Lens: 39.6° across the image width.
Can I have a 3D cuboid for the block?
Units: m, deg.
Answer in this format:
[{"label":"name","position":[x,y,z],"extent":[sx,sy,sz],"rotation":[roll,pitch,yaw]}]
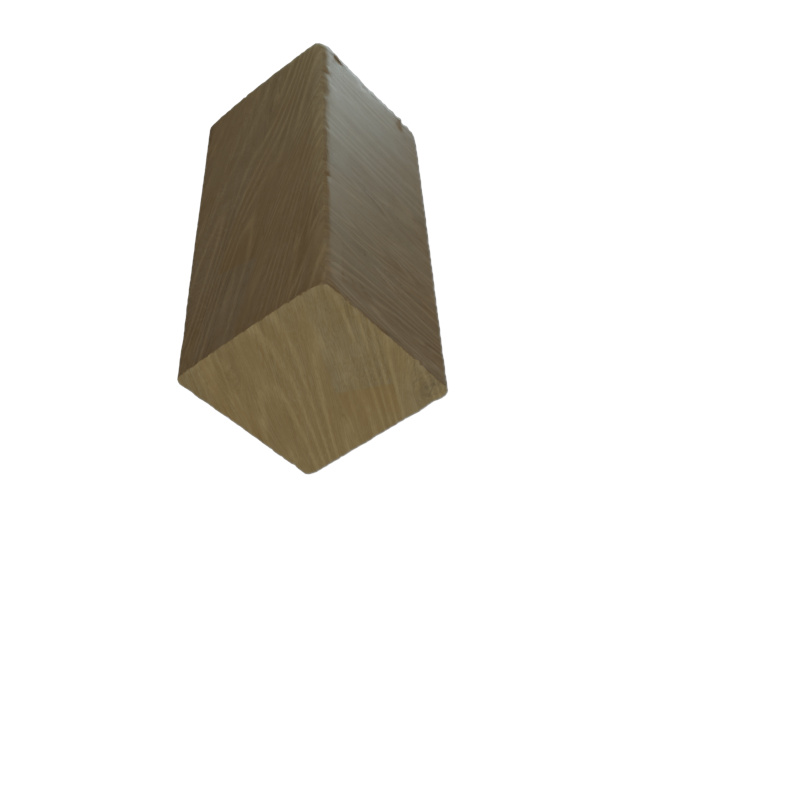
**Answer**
[{"label":"block","position":[-0.045,-0.082,0.573],"extent":[0.090,0.221,0.085],"rotation":[-33,-53,24]}]
